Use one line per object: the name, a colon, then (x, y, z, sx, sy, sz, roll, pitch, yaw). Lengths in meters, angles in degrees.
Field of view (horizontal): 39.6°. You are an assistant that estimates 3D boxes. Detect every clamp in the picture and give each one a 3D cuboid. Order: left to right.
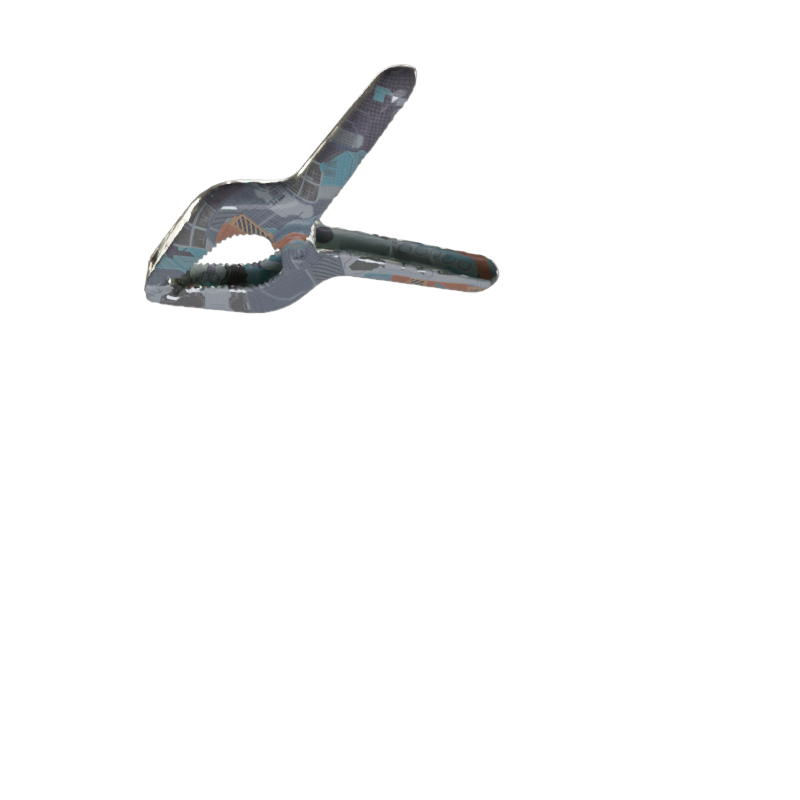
clamp: (-0.052, -0.095, 0.663, 0.211, 0.039, 0.152, -22, -52, 18)
